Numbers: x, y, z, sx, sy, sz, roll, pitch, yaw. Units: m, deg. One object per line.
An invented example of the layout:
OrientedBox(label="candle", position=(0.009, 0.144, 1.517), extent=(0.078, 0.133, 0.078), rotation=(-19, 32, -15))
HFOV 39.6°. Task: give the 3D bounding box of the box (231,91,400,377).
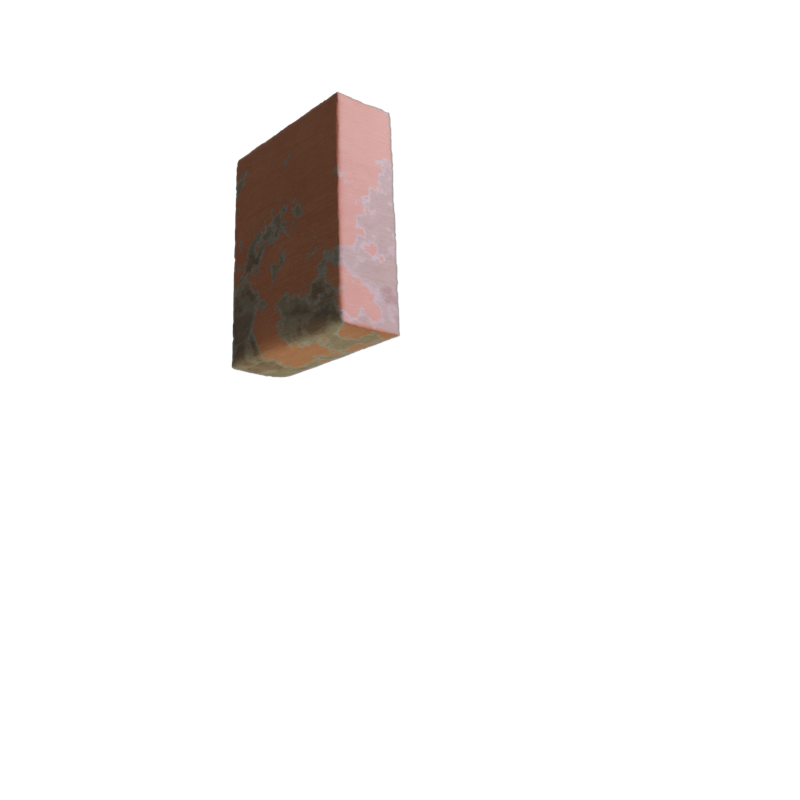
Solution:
OrientedBox(label="box", position=(-0.078, -0.142, 0.994), extent=(0.068, 0.225, 0.165), rotation=(16, -26, -37))
